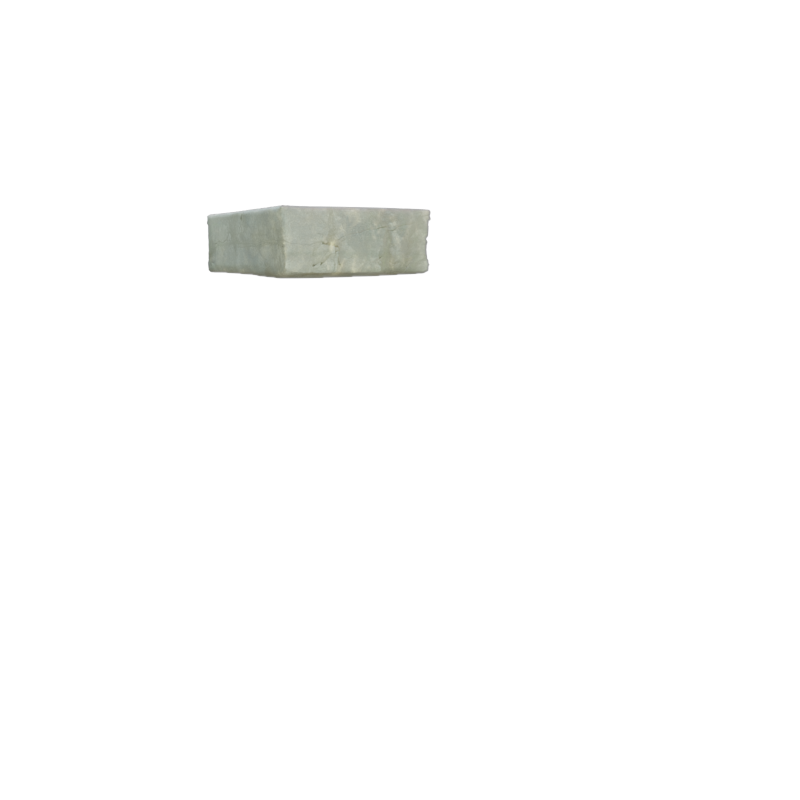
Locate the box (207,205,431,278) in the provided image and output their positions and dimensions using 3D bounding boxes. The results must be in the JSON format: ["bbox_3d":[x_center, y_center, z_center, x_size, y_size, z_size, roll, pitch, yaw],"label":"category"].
[{"bbox_3d":[-0.049,-0.090,0.628,0.087,0.038,0.118,-4,9,-28],"label":"box"}]
